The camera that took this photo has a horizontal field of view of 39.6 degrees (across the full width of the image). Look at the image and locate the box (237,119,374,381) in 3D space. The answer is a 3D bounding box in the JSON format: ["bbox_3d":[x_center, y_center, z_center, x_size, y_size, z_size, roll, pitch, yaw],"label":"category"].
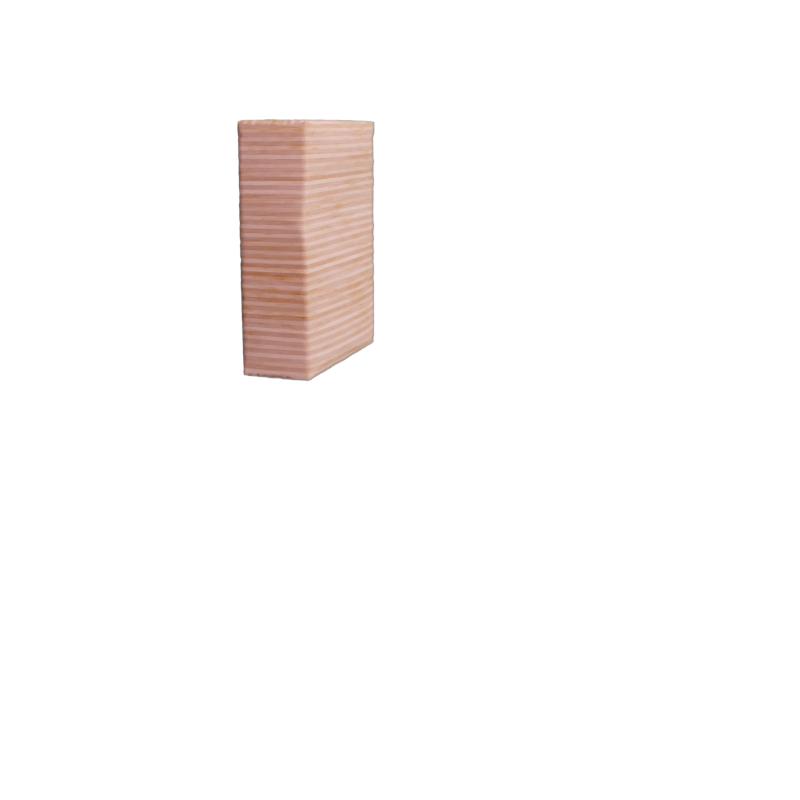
[{"bbox_3d":[-0.076,-0.139,0.974,0.074,0.210,0.163,3,10,19],"label":"box"}]
